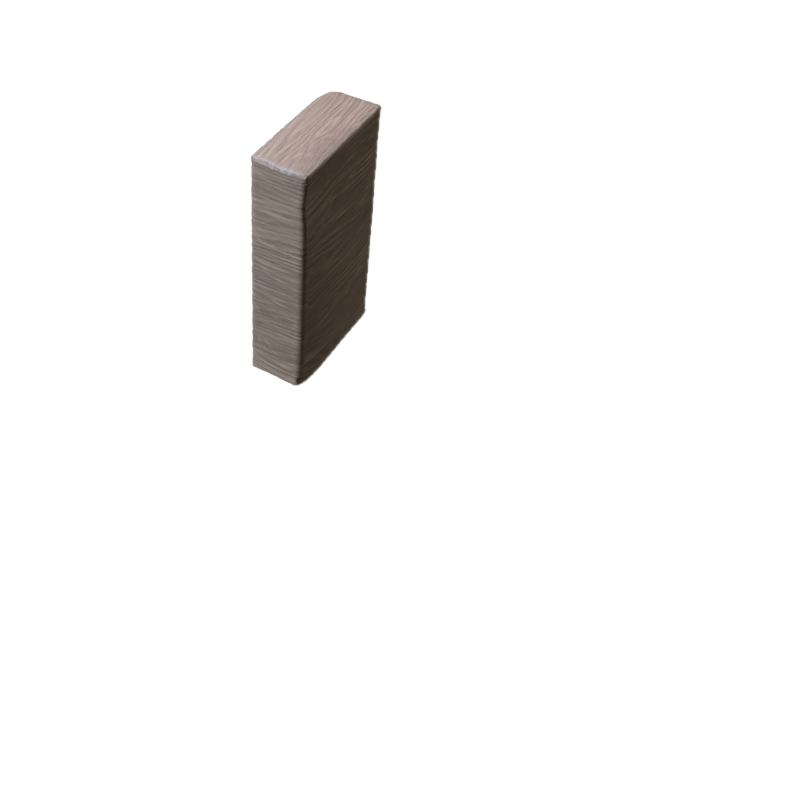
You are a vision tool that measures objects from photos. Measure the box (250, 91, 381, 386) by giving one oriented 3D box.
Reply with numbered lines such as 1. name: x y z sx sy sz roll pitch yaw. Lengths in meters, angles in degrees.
1. box: -0.056 -0.102 0.716 0.050 0.164 0.096 21 45 19
